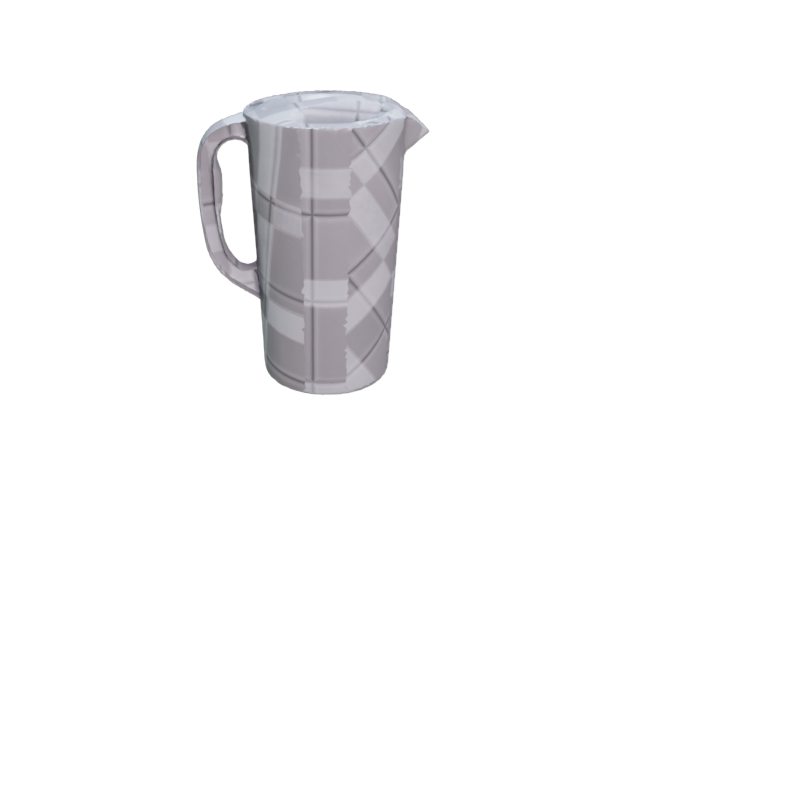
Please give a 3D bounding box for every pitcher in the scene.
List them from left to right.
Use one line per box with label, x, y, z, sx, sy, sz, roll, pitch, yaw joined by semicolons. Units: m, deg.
pitcher;-0.073;-0.133;0.929;0.158;0.232;0.144;18;28;34
